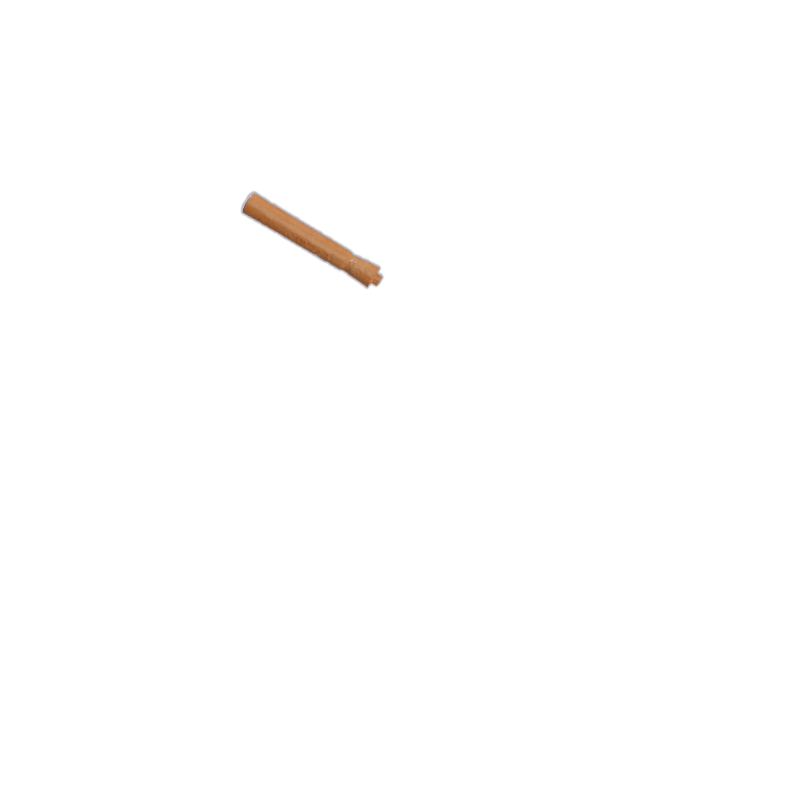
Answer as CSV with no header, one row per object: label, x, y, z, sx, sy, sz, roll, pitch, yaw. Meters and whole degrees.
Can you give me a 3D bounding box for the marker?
marker,-0.067,-0.123,0.859,0.123,0.020,0.020,32,7,7
